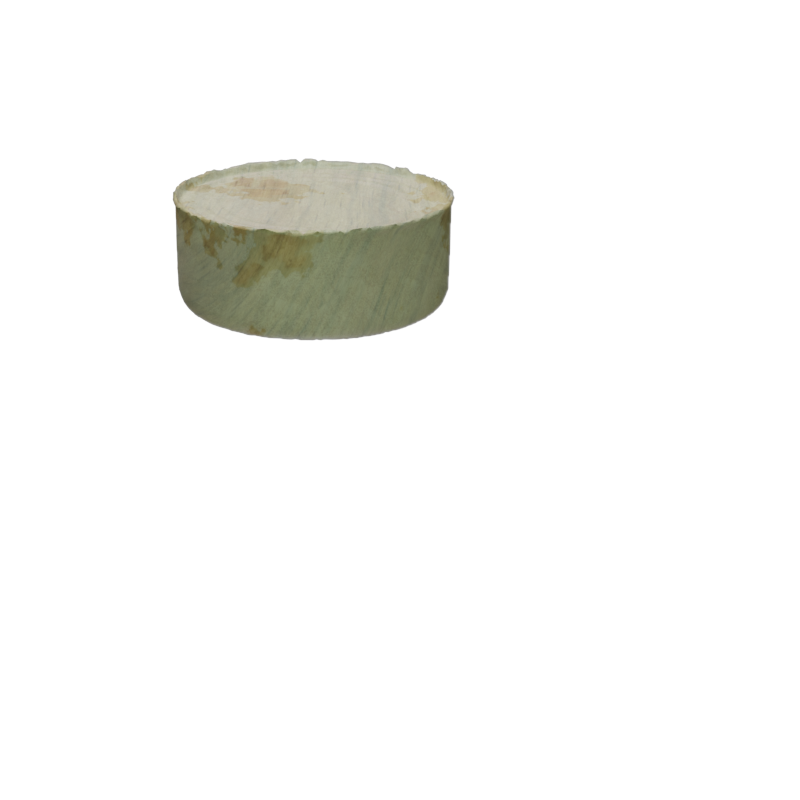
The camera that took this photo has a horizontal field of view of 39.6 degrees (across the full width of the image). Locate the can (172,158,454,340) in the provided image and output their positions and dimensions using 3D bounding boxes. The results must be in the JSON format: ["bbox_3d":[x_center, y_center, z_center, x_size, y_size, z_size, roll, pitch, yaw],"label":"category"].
[{"bbox_3d":[-0.027,-0.049,0.344,0.086,0.032,0.090,-1,24,-2],"label":"can"}]
